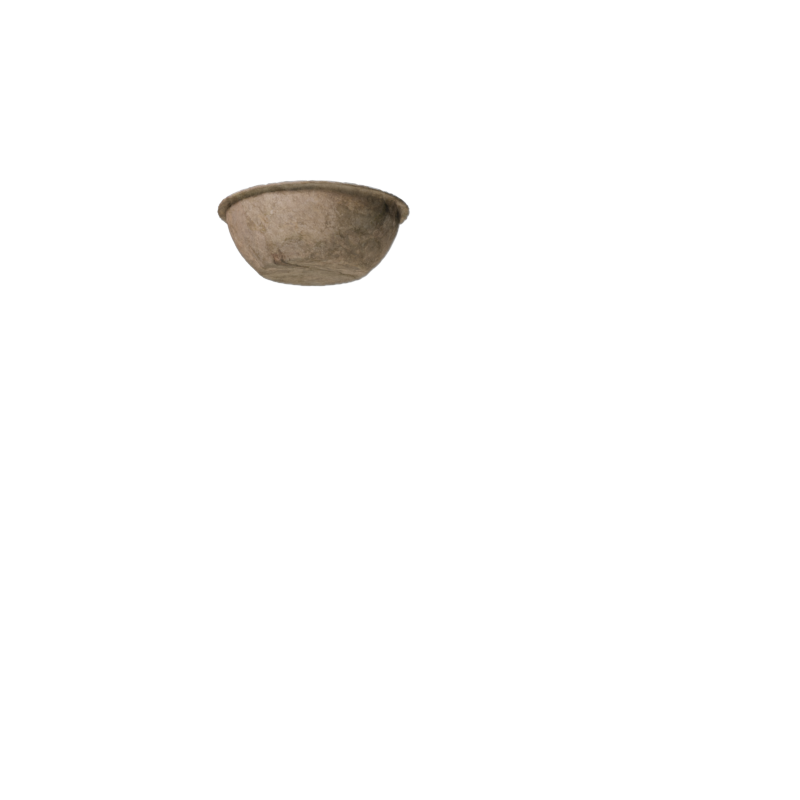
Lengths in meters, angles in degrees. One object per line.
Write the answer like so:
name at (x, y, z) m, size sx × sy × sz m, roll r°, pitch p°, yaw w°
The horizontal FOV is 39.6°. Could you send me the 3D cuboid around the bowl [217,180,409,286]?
bowl at (-0.072, -0.132, 0.923) m, size 0.162 × 0.057 × 0.157 m, roll 0°, pitch -9°, yaw -2°
